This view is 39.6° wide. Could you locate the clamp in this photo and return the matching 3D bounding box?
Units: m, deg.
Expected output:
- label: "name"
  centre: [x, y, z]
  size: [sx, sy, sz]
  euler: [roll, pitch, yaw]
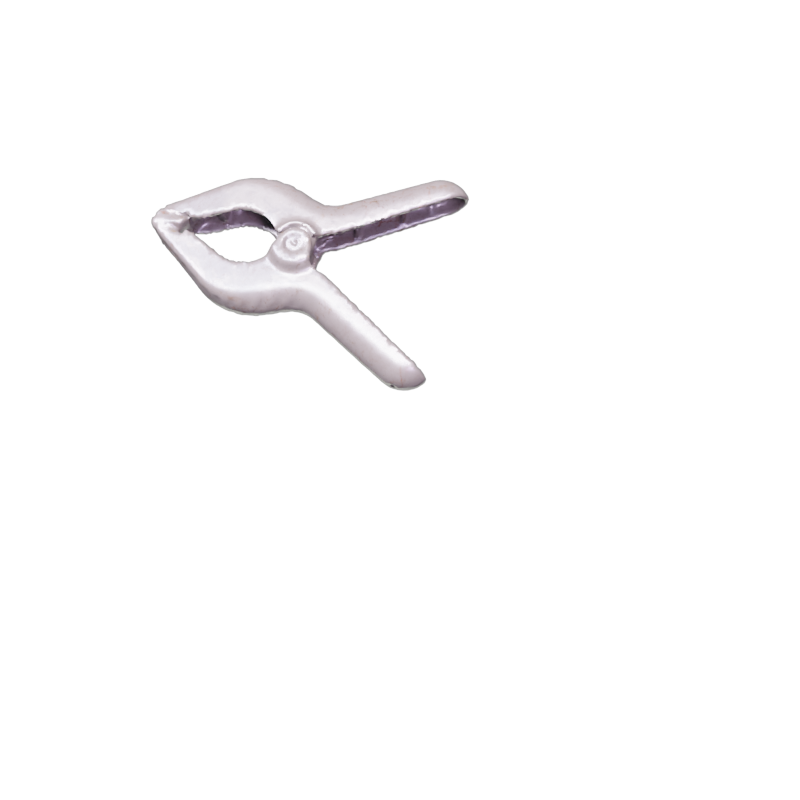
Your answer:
- label: "clamp"
  centre: [-0.048, -0.087, 0.609]
  size: [0.175, 0.124, 0.037]
  euler: [21, -25, 10]
